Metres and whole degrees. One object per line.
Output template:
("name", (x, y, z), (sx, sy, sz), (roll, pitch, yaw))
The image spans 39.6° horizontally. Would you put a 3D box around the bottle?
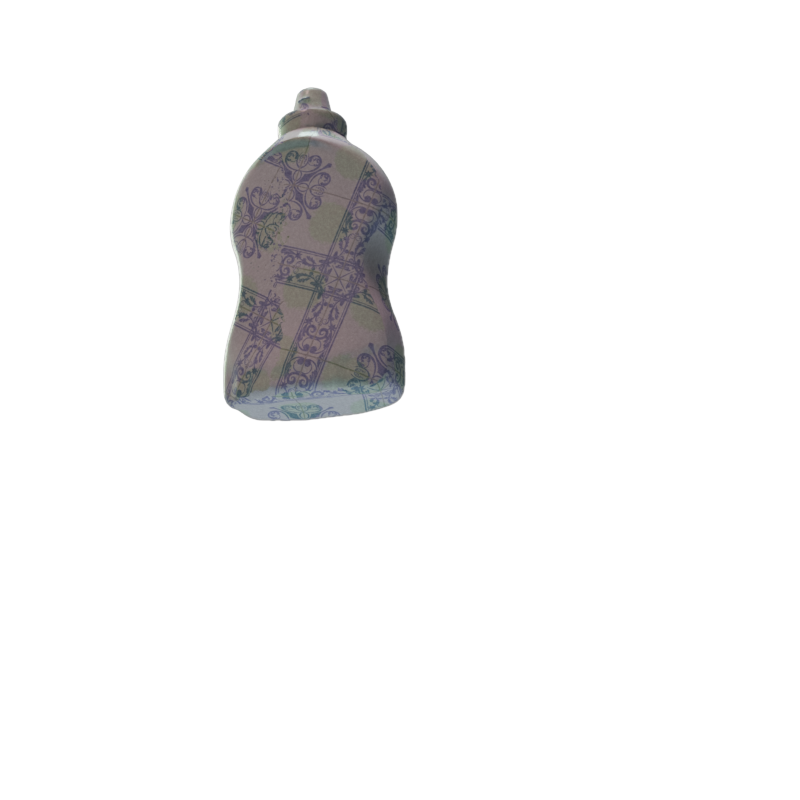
("bottle", (-0.049, -0.089, 0.622), (0.098, 0.202, 0.054), (-10, -24, 21))
